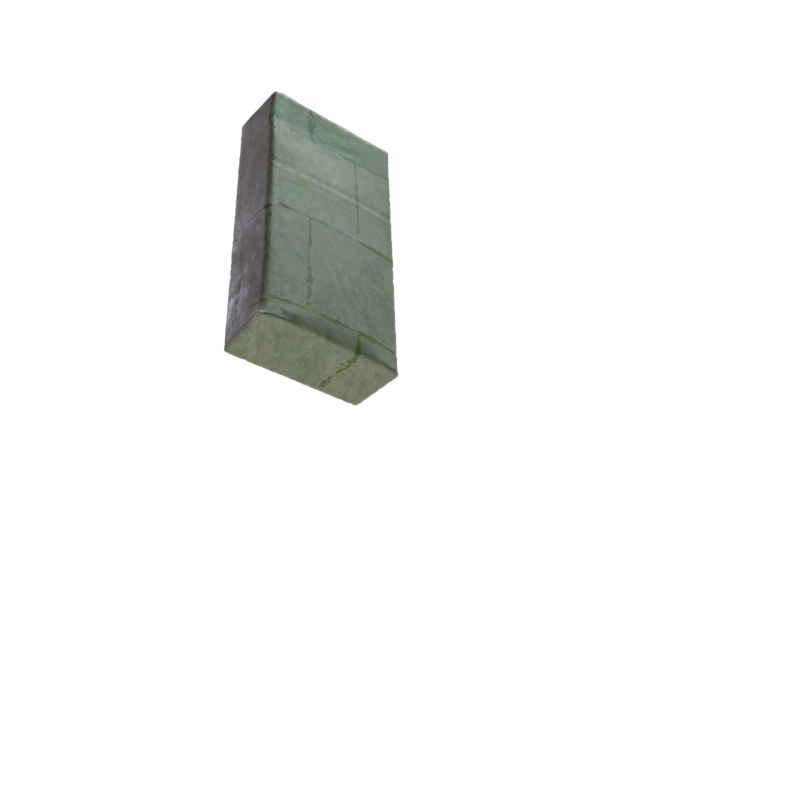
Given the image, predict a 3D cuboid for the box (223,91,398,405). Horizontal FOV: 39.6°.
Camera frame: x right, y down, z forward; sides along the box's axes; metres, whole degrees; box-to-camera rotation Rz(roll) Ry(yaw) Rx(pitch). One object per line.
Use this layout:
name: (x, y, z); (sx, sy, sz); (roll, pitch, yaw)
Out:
box: (-0.051, -0.093, 0.654); (0.088, 0.189, 0.047); (24, -47, -29)
